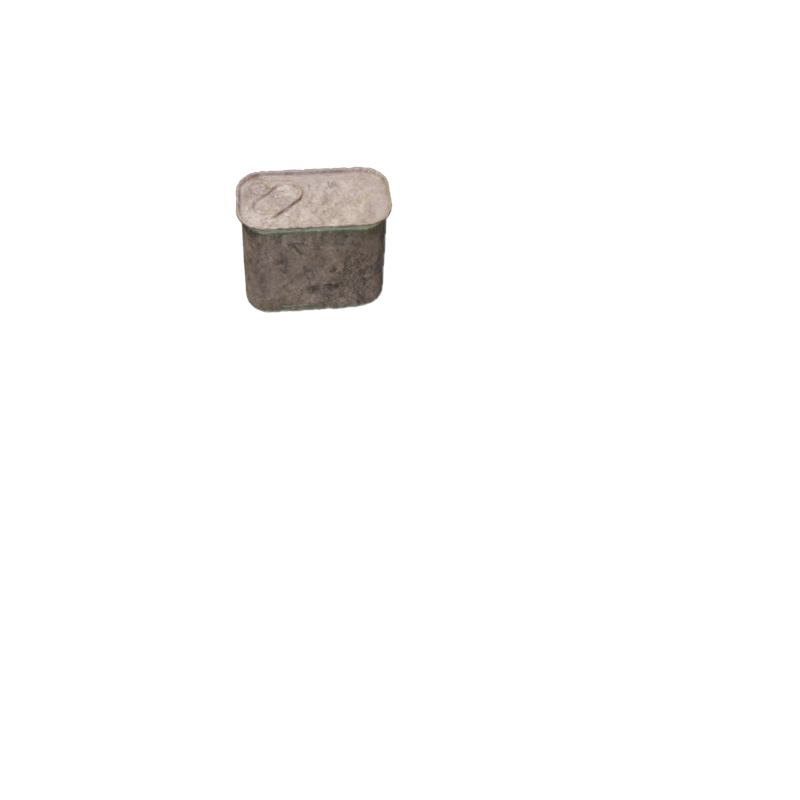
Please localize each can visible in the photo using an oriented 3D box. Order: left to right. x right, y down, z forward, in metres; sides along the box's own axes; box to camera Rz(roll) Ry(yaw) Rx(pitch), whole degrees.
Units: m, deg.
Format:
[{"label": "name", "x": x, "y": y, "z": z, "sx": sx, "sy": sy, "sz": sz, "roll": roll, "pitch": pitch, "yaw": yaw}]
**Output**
[{"label": "can", "x": -0.059, "y": -0.108, "z": 0.755, "sx": 0.101, "sy": 0.062, "sz": 0.078, "roll": -3, "pitch": -42, "yaw": -4}]
